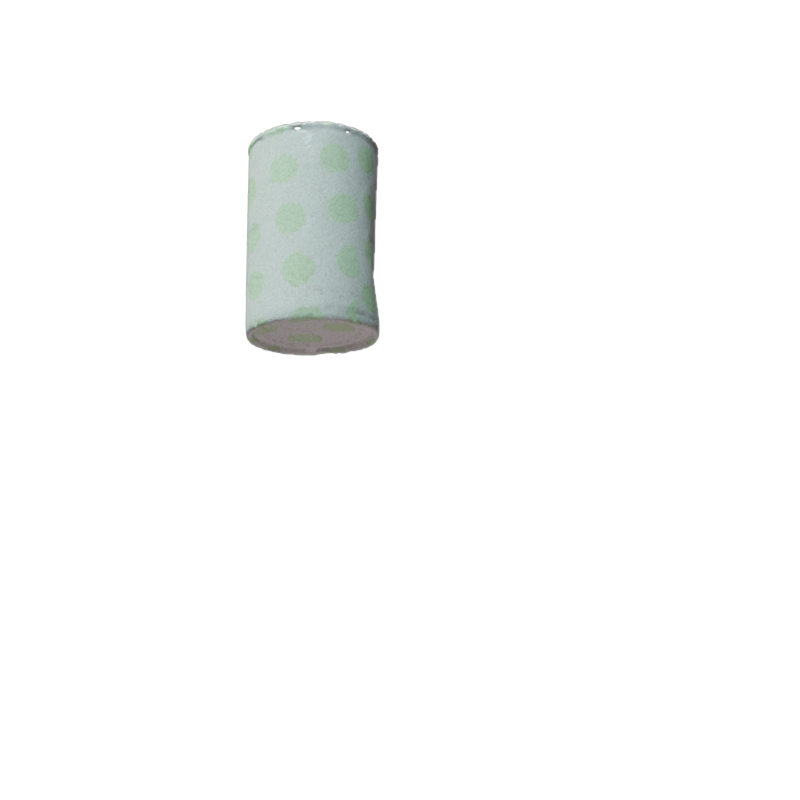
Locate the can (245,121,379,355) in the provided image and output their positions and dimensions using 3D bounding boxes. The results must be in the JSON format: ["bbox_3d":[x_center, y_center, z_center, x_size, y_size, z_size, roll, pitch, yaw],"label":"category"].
[{"bbox_3d":[-0.044,-0.080,0.559,0.068,0.107,0.066,0,-19,-2],"label":"can"}]
